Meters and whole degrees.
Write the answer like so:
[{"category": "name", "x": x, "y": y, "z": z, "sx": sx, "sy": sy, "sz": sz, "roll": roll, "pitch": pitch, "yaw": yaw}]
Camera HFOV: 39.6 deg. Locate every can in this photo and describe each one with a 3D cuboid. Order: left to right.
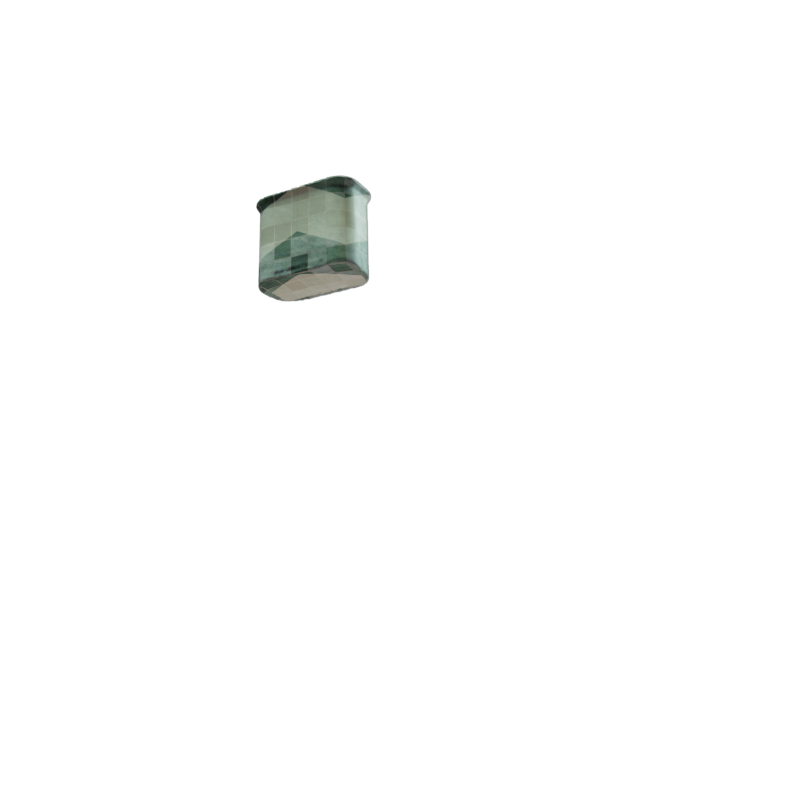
[{"category": "can", "x": -0.076, "y": -0.138, "z": 0.970, "sx": 0.104, "sy": 0.089, "sz": 0.053, "roll": -13, "pitch": -27, "yaw": 26}]
